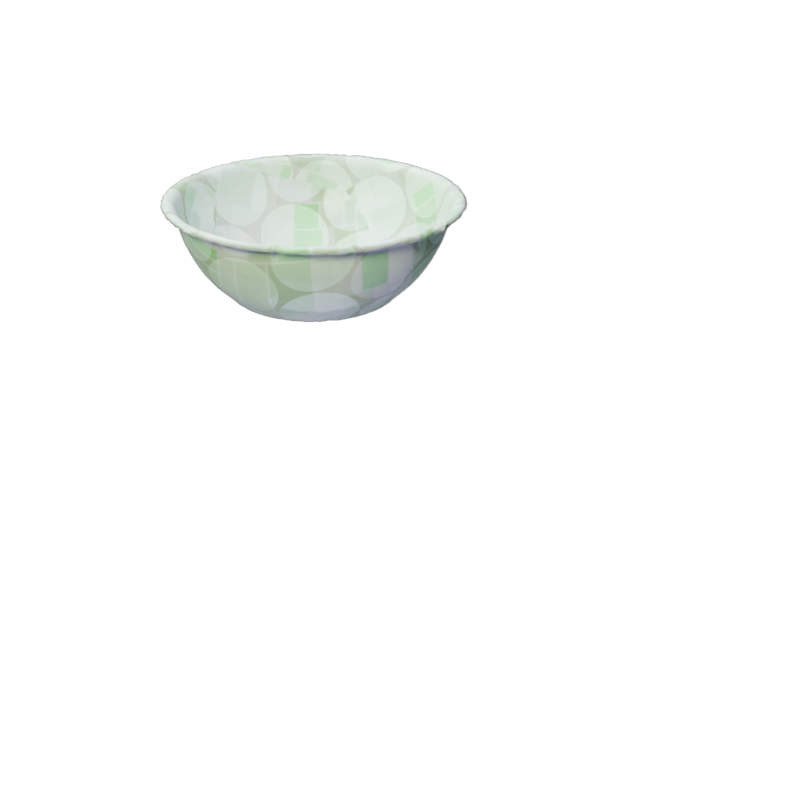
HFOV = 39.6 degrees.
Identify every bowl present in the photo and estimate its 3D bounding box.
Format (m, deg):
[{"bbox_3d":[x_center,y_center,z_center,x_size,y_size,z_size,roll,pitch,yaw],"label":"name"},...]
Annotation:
[{"bbox_3d":[-0.047,-0.085,0.597,0.162,0.052,0.171,-1,27,-2],"label":"bowl"}]
